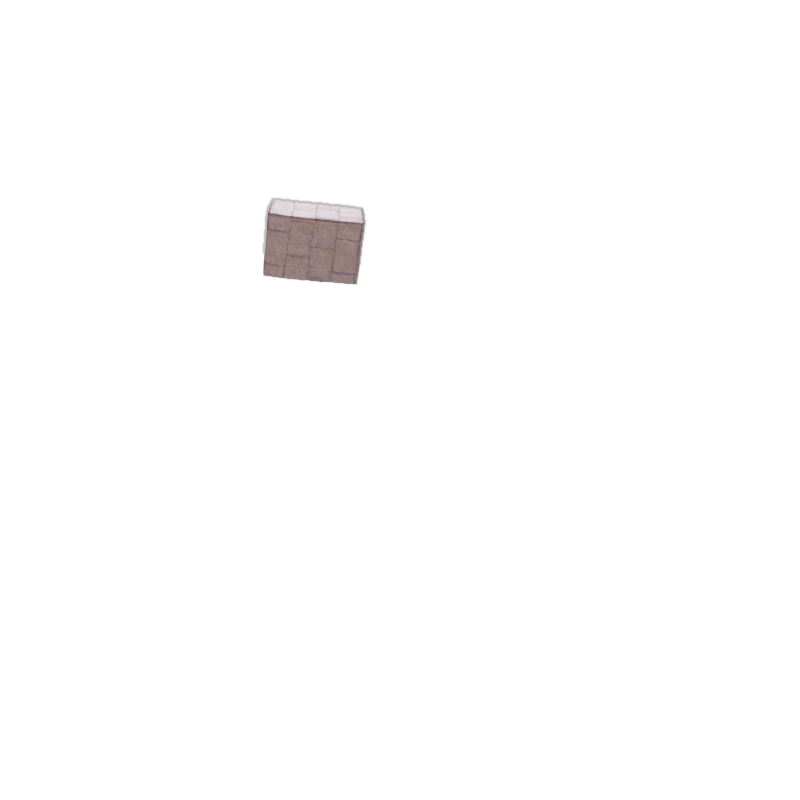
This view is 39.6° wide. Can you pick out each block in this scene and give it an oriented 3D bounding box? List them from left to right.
[{"bbox_3d":[-0.070,-0.127,0.890,0.078,0.051,0.053,6,20,-3],"label":"block"}]
